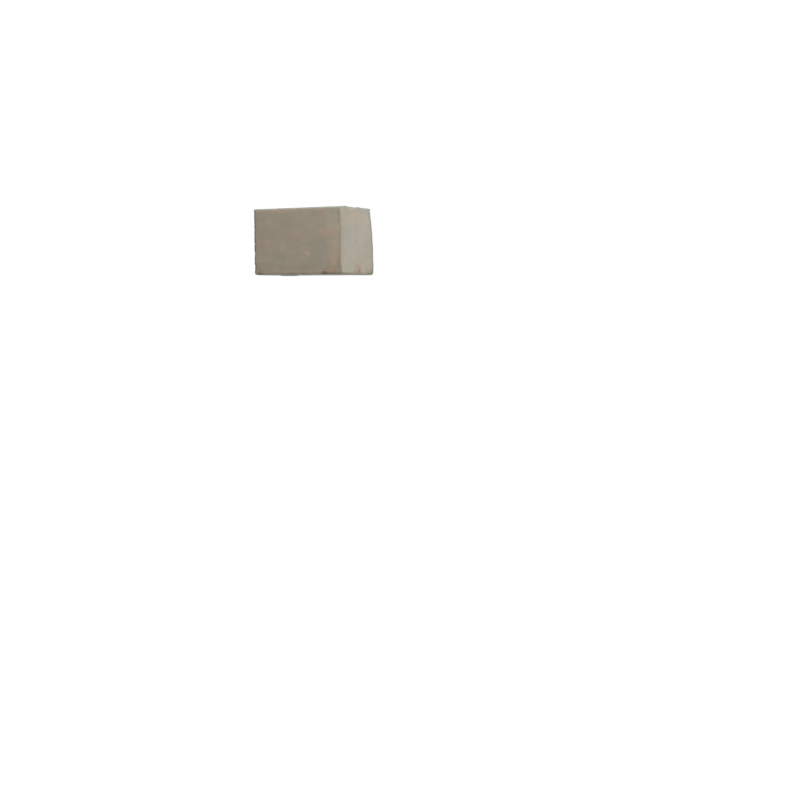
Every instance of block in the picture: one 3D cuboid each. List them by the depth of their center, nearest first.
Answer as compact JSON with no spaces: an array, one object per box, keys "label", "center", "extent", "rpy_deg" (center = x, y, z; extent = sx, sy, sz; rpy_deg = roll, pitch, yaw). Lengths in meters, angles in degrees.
[{"label":"block","center":[-0.066,-0.120,0.844],"extent":[0.080,0.051,0.051],"rpy_deg":[2,2,26]}]
